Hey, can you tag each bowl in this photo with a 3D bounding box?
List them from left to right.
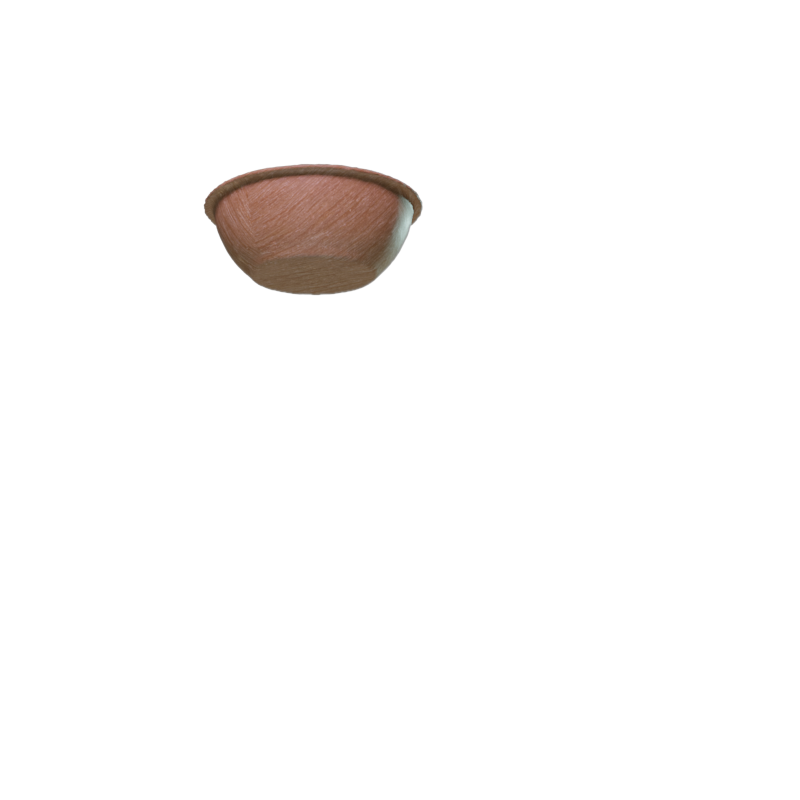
[{"bbox_3d":[-0.064,-0.116,0.812,0.162,0.057,0.156,0,-13,-2],"label":"bowl"}]
